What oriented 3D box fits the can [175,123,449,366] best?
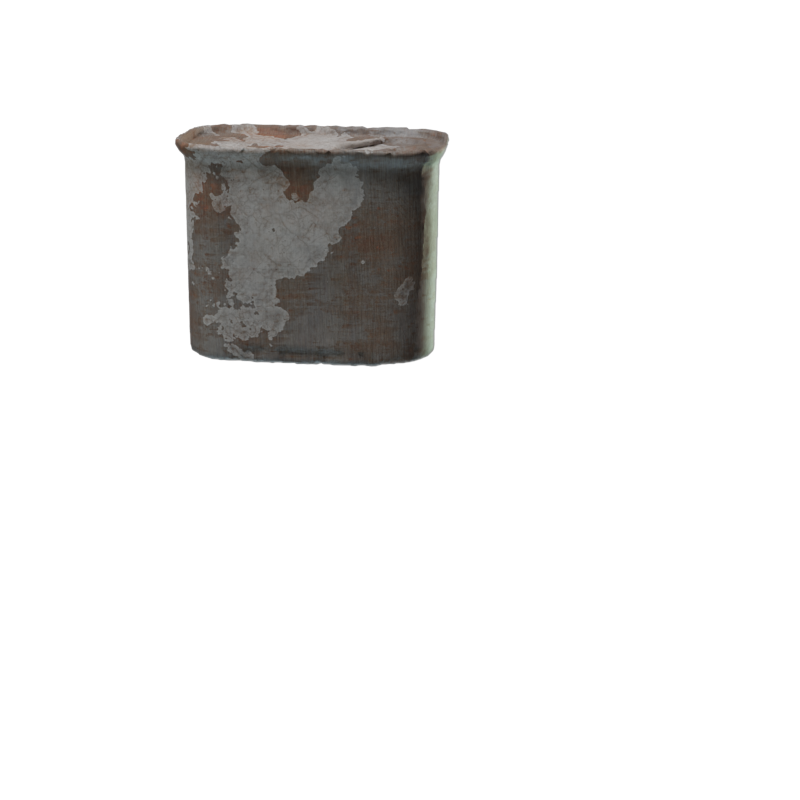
[{"bbox_3d":[-0.034,-0.062,0.431,0.103,0.081,0.059,3,17,6],"label":"can"}]
